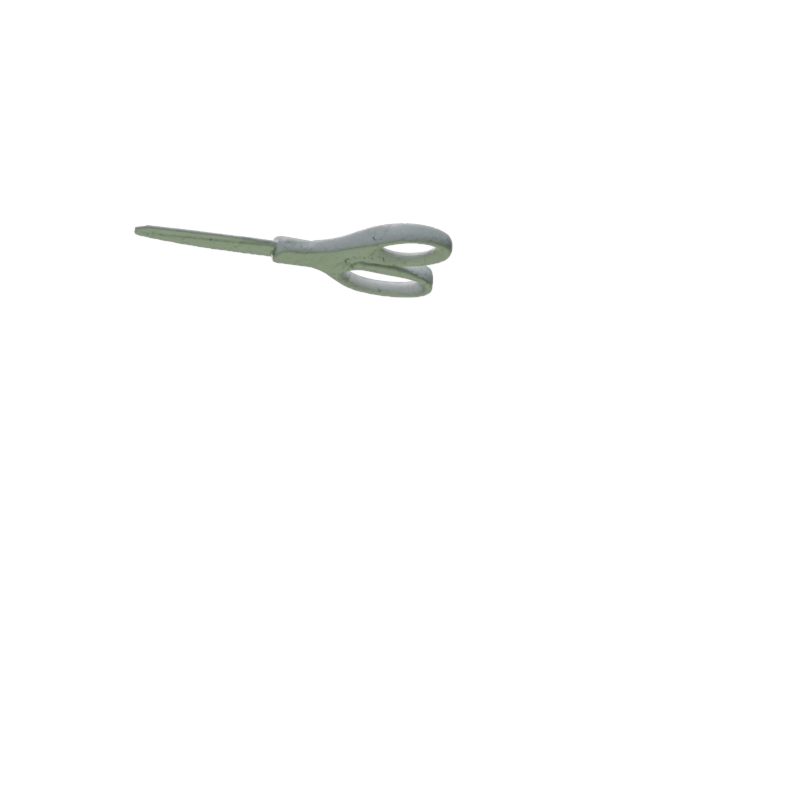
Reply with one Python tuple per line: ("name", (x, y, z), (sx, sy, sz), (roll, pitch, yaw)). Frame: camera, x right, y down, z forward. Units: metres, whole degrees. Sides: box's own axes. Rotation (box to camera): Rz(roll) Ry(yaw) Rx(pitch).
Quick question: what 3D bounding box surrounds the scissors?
("scissors", (-0.054, -0.099, 0.692), (0.192, 0.017, 0.096), (12, -24, -30))
